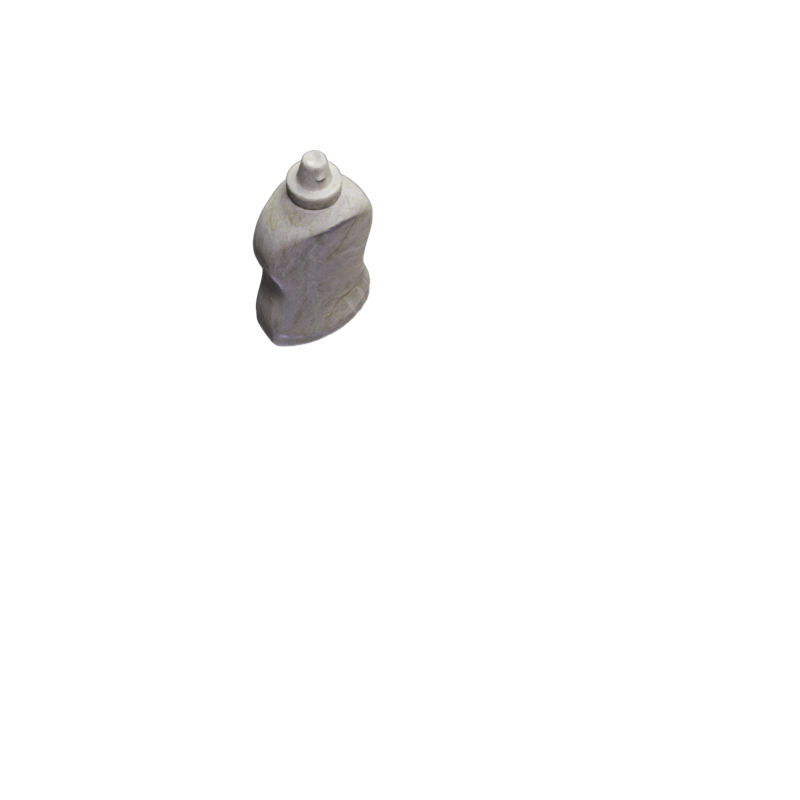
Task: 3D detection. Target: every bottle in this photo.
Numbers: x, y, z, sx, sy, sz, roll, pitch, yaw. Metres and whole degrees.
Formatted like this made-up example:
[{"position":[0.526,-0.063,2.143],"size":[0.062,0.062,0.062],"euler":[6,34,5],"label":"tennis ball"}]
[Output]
[{"position":[-0.066,-0.121,0.853],"size":[0.096,0.062,0.179],"euler":[-26,-28,-19],"label":"bottle"}]
